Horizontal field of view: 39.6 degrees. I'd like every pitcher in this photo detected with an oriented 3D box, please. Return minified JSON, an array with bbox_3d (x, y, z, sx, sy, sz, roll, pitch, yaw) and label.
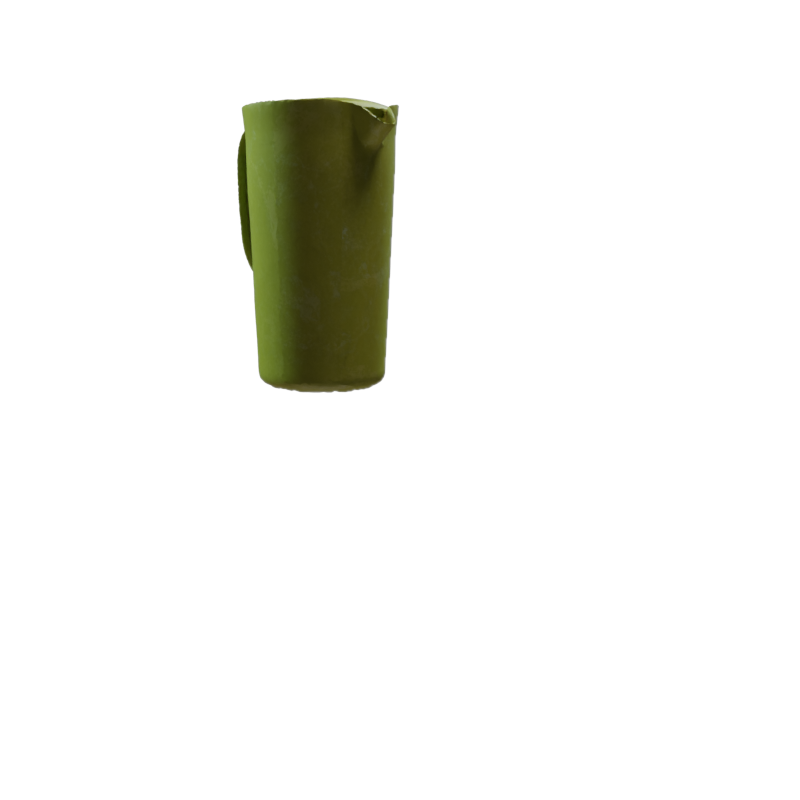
[{"bbox_3d":[-0.074,-0.135,0.949,0.145,0.242,0.150,0,4,1],"label":"pitcher"}]
